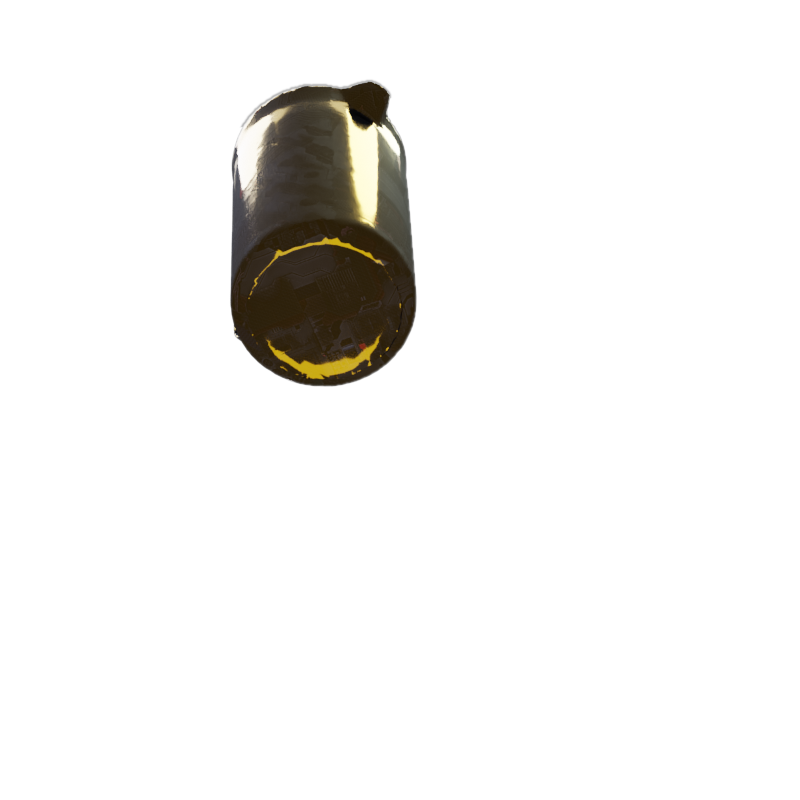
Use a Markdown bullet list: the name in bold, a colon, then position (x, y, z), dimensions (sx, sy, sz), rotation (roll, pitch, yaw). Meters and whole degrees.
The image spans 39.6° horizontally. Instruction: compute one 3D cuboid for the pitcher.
- **pitcher**: position (-0.058, -0.106, 0.743), dimensions (0.145, 0.140, 0.258), rotation (-10, 29, 3)
